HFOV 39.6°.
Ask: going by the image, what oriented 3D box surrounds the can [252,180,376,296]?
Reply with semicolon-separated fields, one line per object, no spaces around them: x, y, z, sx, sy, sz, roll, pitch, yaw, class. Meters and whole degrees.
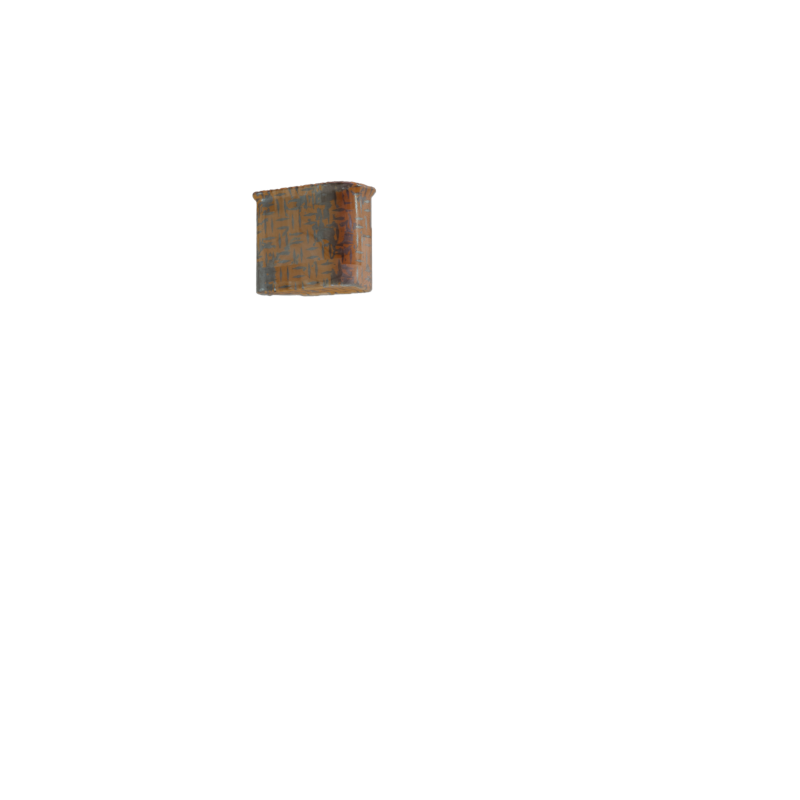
-0.070;-0.129;0.900;0.105;0.085;0.055;-2;-6;33;can
